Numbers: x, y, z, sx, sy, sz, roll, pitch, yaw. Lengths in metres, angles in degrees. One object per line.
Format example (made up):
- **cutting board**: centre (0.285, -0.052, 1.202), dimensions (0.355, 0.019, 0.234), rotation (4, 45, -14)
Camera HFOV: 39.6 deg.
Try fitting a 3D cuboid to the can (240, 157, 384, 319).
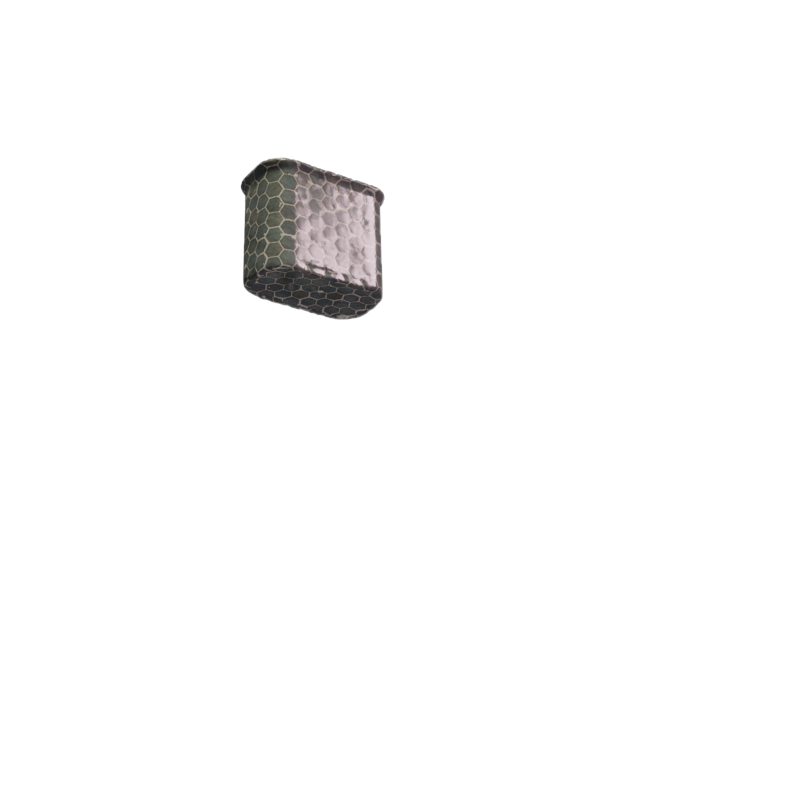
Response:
- **can**: centre (-0.060, -0.110, 0.771), dimensions (0.097, 0.089, 0.057), rotation (14, -30, -30)
